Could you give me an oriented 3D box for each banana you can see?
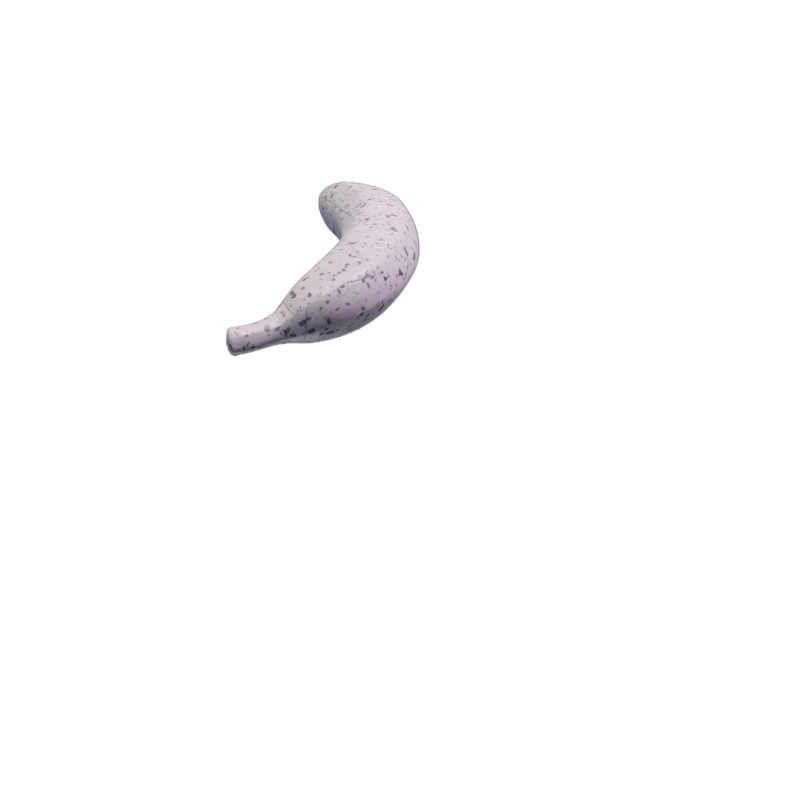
[{"bbox_3d":[-0.024,-0.073,0.529,0.071,0.035,0.205,4,26,8],"label":"banana"}]
